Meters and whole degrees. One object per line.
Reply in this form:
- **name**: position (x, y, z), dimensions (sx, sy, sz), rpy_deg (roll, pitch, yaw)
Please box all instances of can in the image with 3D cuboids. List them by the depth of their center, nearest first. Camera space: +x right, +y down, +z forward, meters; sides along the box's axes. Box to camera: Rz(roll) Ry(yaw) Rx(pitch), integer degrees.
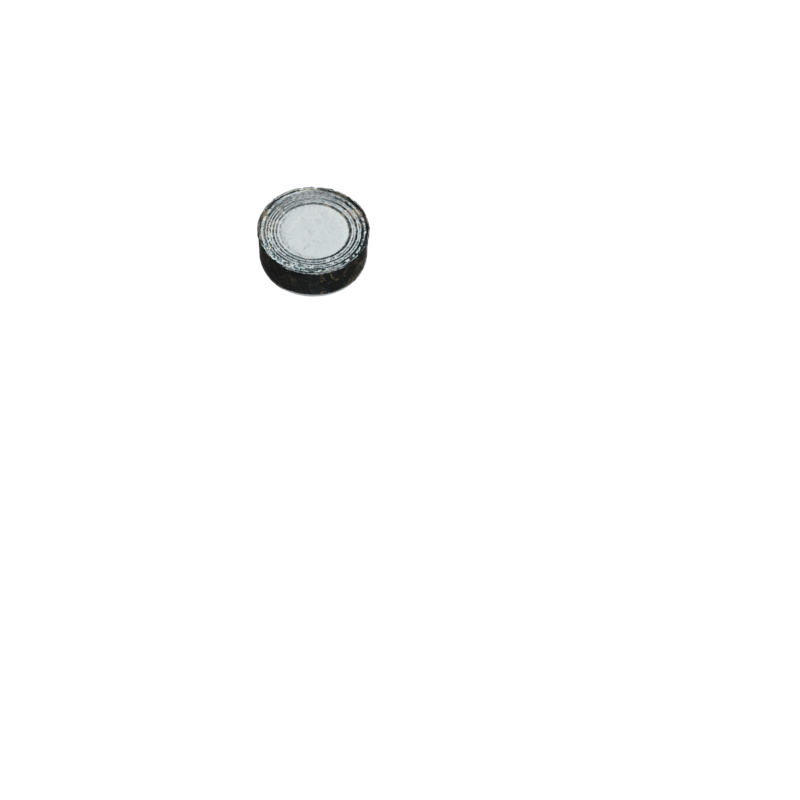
- **can**: position (-0.067, -0.122, 0.854), dimensions (0.086, 0.092, 0.031), rpy_deg (-1, -37, -1)
